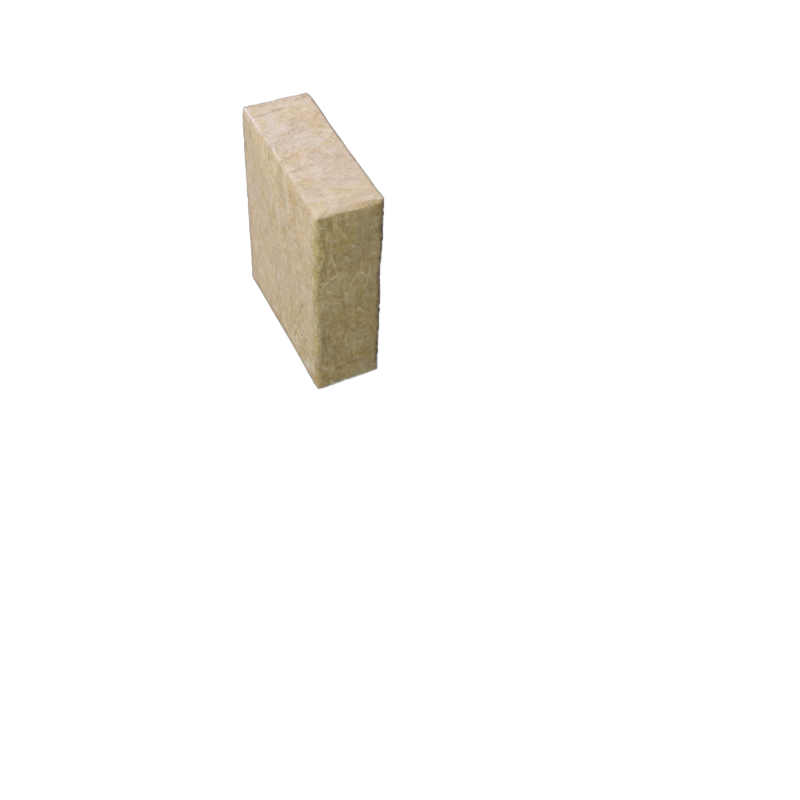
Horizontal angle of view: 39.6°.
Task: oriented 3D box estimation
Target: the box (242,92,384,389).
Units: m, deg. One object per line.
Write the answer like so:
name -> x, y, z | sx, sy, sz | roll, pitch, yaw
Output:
box -> -0.078, -0.143, 0.999 | 0.071, 0.199, 0.178 | -17, 50, -19
